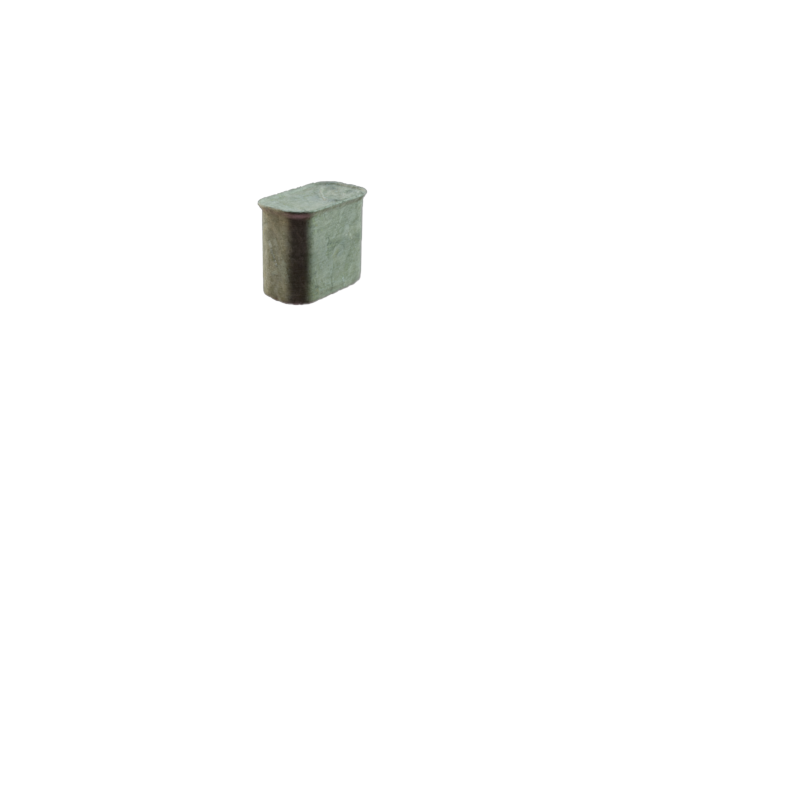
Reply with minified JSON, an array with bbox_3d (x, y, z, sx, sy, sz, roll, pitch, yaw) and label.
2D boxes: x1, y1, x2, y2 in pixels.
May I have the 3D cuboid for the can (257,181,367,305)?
[{"bbox_3d":[-0.075,-0.137,0.958,0.060,0.080,0.101,15,27,33],"label":"can"}]
